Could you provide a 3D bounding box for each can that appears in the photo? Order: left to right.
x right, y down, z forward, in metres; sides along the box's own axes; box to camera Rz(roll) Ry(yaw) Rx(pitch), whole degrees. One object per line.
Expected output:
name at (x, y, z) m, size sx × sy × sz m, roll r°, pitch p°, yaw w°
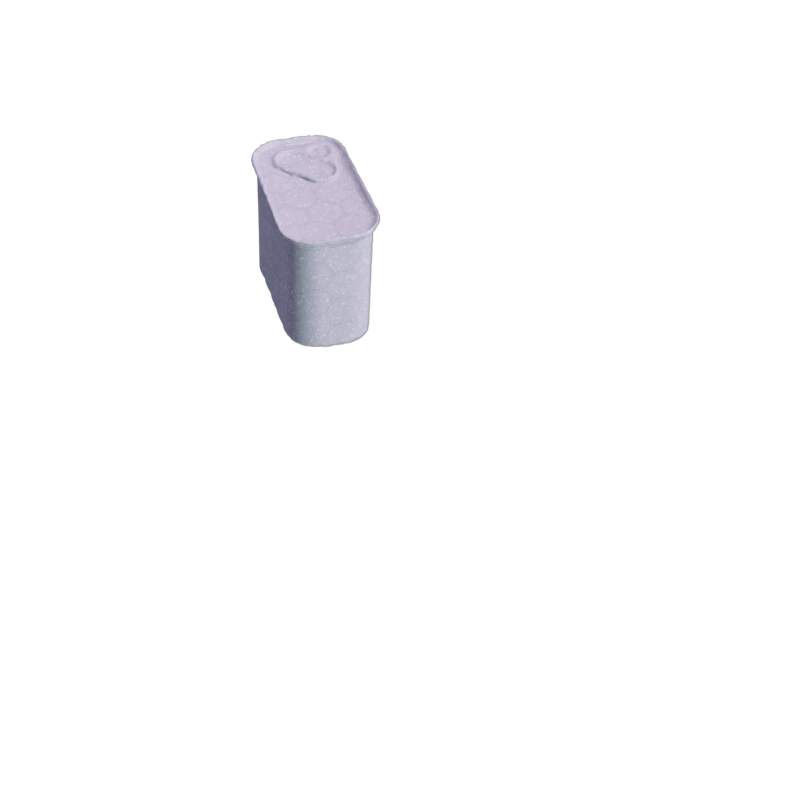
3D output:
can at (-0.051, -0.094, 0.655) m, size 0.057 × 0.078 × 0.110 m, roll -11°, pitch 44°, yaw -14°
